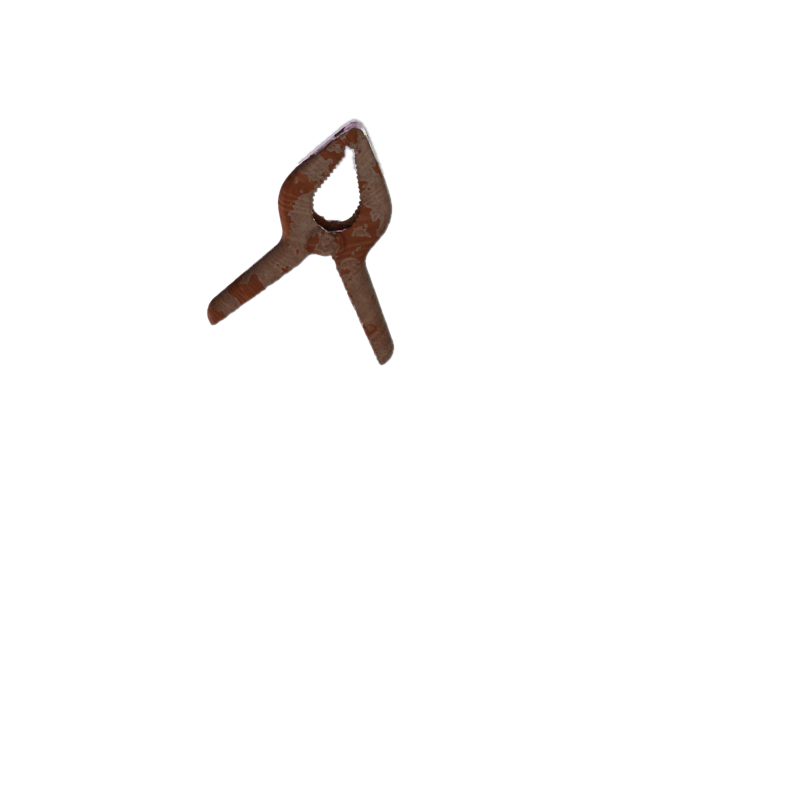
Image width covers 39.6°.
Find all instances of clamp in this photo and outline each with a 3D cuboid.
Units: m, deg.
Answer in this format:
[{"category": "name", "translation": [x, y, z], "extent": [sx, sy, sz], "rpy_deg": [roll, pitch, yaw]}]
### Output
[{"category": "clamp", "translation": [-0.073, -0.133, 0.929], "extent": [0.164, 0.201, 0.038], "rpy_deg": [8, 22, -3]}]
